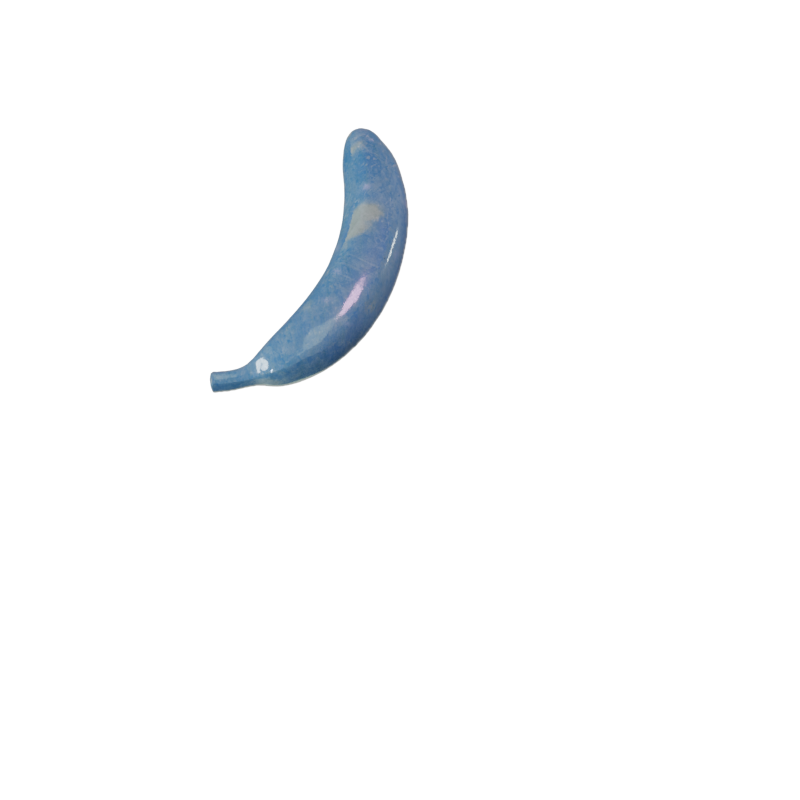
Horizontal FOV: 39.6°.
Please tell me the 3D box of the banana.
[{"bbox_3d":[-0.033,-0.079,0.614,0.071,0.206,0.034,18,-34,12],"label":"banana"}]
